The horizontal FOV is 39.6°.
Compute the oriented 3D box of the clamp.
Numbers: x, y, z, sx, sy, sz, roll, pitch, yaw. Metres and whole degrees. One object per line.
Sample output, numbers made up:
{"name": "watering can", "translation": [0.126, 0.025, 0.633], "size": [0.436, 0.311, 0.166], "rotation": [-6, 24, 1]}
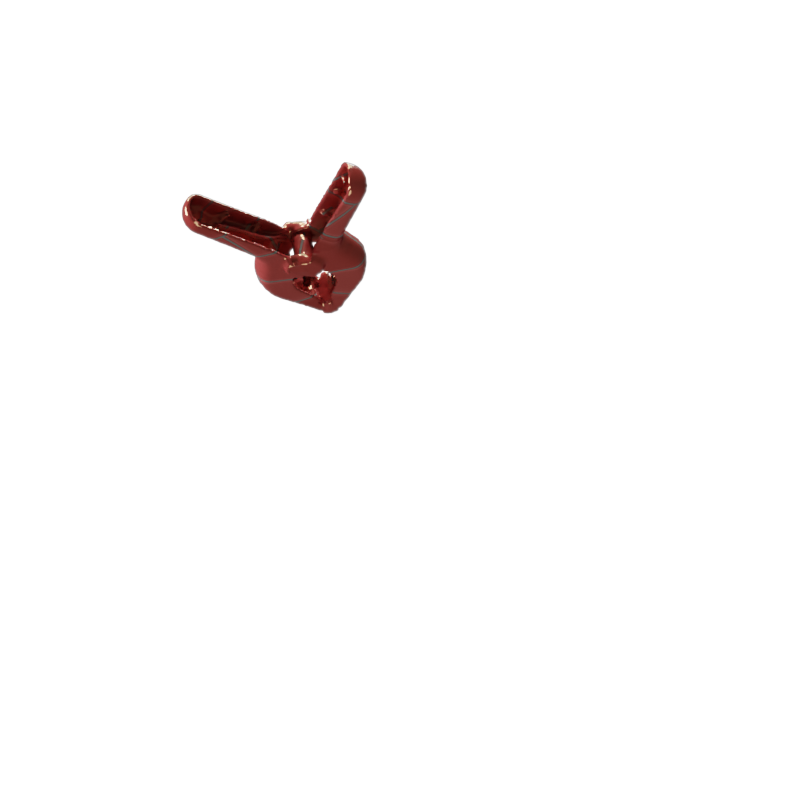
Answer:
{"name": "clamp", "translation": [-0.059, -0.108, 0.760], "size": [0.122, 0.041, 0.160], "rotation": [-7, -19, 20]}
